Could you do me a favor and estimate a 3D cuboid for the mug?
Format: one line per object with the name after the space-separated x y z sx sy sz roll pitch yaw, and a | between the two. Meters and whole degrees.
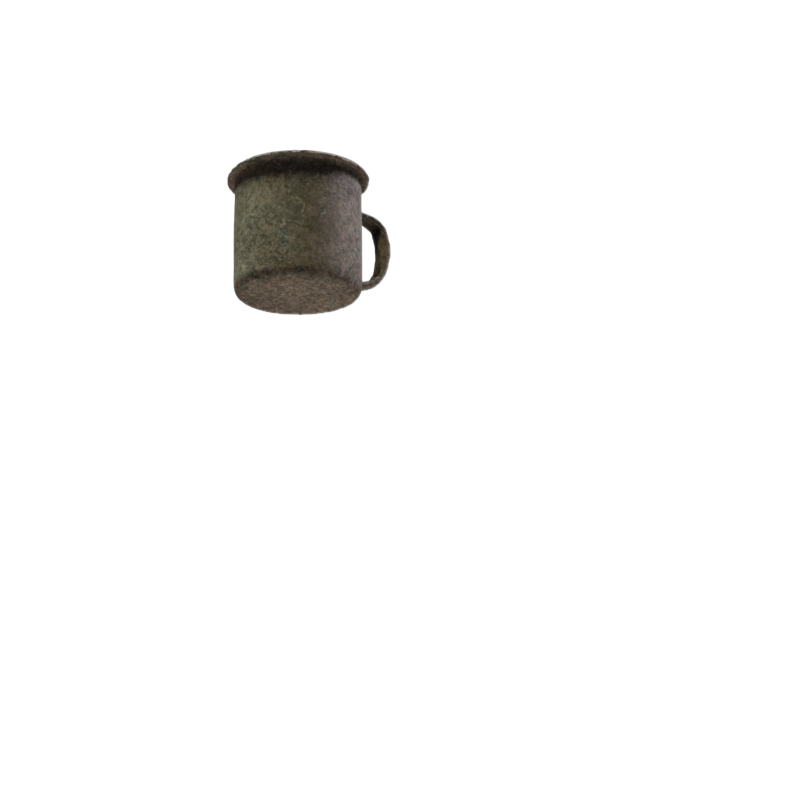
-0.056 -0.102 0.717 0.111 0.085 0.094 12 -21 -35 | mug
